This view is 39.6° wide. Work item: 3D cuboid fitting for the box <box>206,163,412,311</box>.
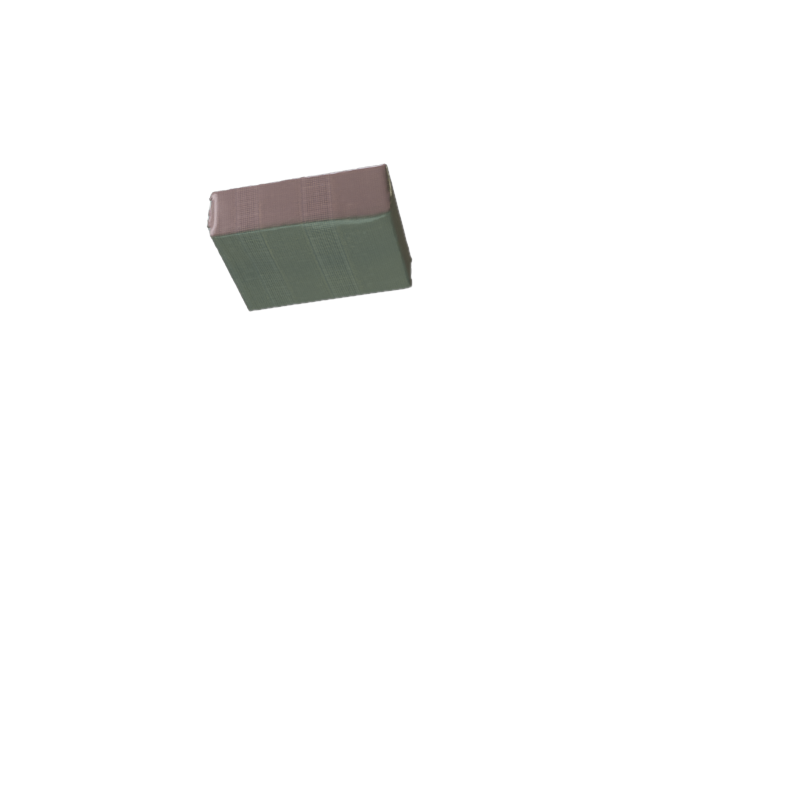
[{"bbox_3d":[-0.054,-0.099,0.694,0.115,0.041,0.083,-5,-30,9],"label":"box"}]
